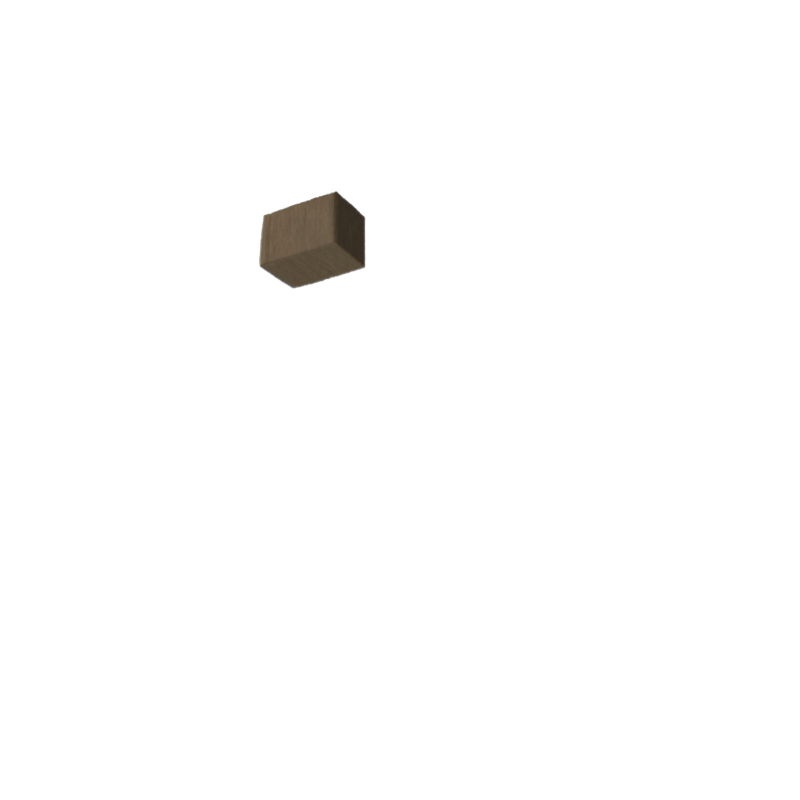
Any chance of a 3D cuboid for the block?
[{"bbox_3d":[-0.075,-0.137,0.957,0.079,0.054,0.049,-14,-29,26],"label":"block"}]
